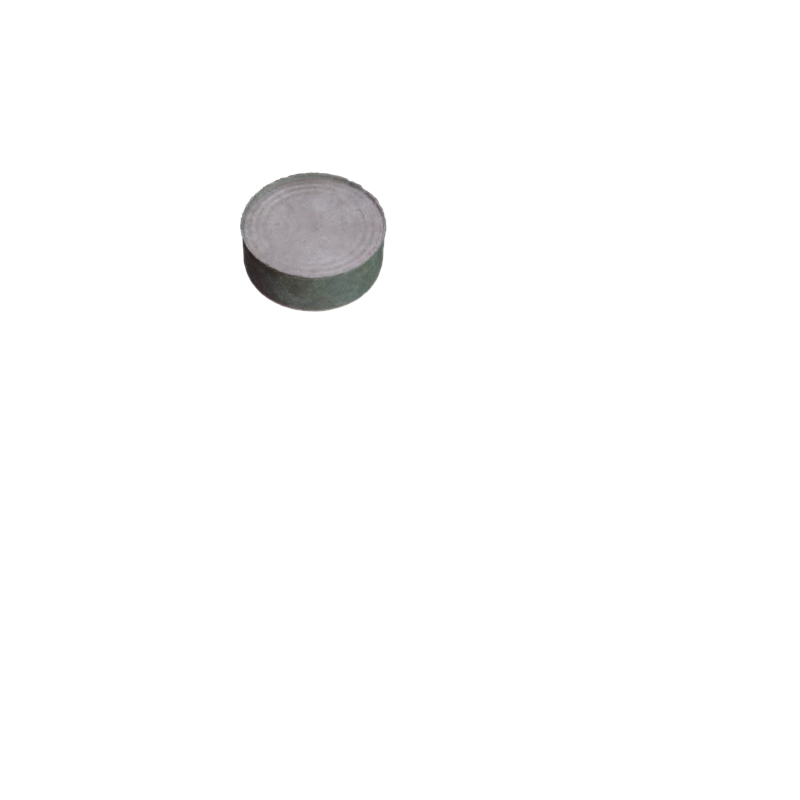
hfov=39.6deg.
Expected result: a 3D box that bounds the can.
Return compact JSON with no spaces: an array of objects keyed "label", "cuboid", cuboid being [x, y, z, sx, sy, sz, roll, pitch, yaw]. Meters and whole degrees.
[{"label":"can","cuboid":[-0.052,-0.094,0.661,0.086,0.092,0.031,-1,-40,-1]}]
